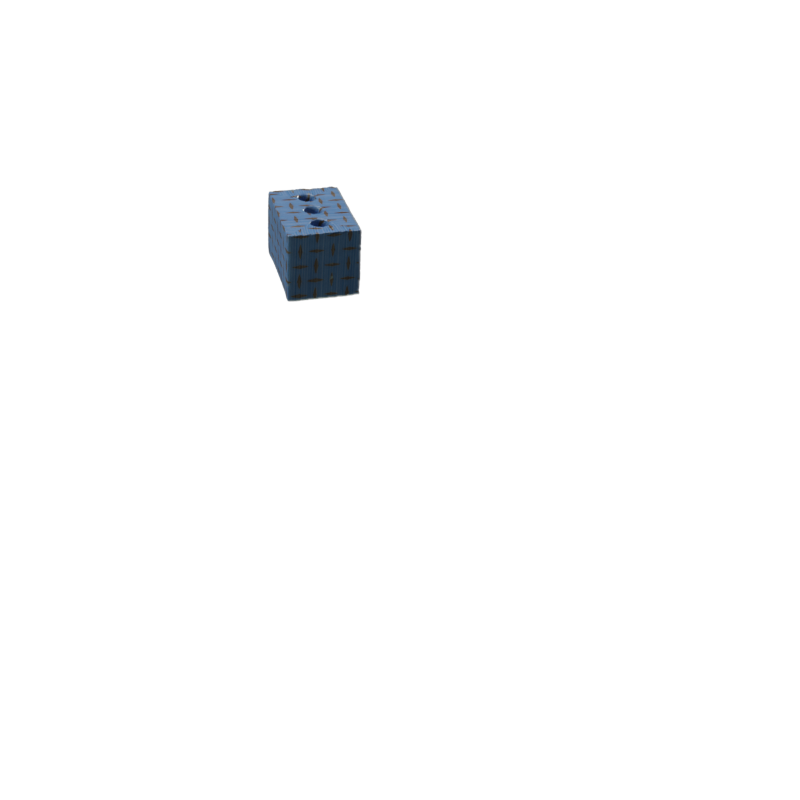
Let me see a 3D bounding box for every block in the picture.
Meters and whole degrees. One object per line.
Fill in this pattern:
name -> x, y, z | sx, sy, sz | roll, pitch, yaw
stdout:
block -> -0.061, -0.111, 0.778 | 0.052, 0.048, 0.084 | -7, 32, -13
